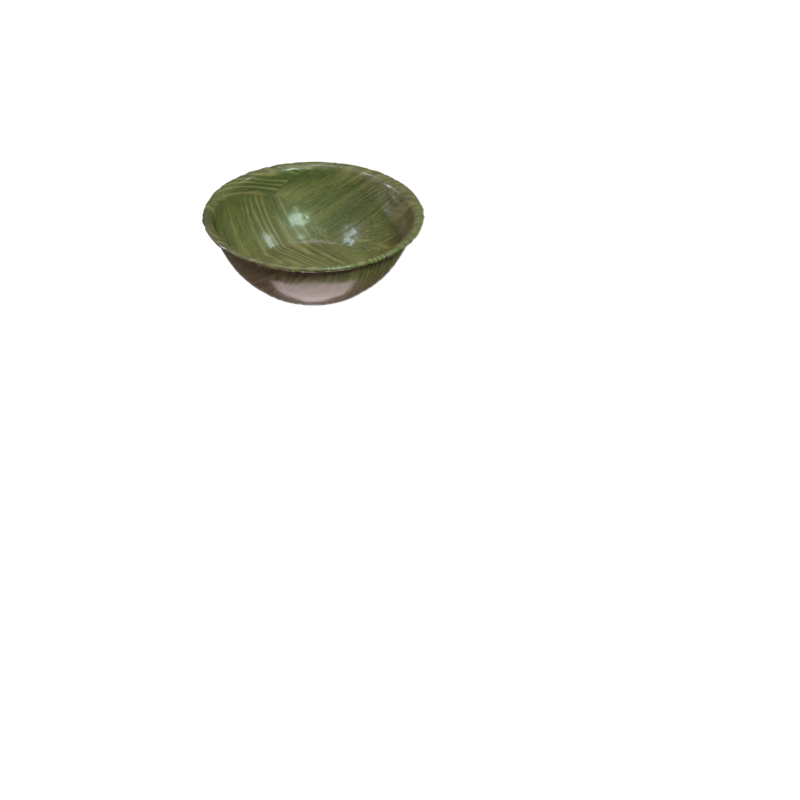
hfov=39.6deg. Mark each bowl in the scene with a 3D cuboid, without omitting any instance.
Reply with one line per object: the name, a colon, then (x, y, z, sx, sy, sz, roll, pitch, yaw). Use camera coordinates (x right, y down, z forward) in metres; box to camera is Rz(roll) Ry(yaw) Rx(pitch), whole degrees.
bowl: (-0.064, -0.117, 0.823, 0.162, 0.052, 0.173, -1, 36, -2)
